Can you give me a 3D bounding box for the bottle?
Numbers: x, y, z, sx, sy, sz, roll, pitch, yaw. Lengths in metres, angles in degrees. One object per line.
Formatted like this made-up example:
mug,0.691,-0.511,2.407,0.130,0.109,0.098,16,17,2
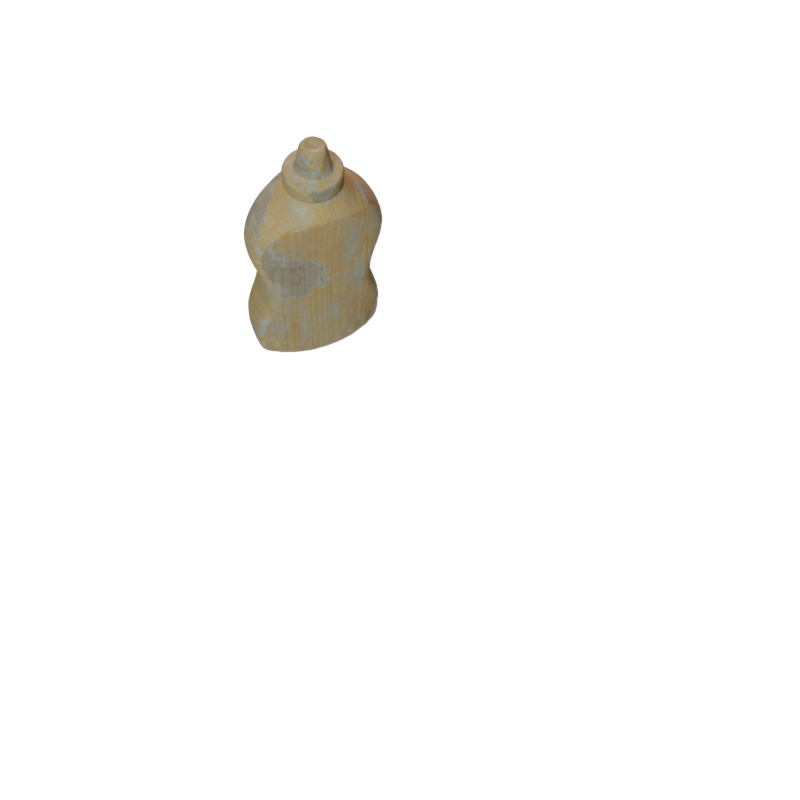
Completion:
bottle,-0.061,-0.111,0.775,0.095,0.063,0.179,-16,-31,-14
